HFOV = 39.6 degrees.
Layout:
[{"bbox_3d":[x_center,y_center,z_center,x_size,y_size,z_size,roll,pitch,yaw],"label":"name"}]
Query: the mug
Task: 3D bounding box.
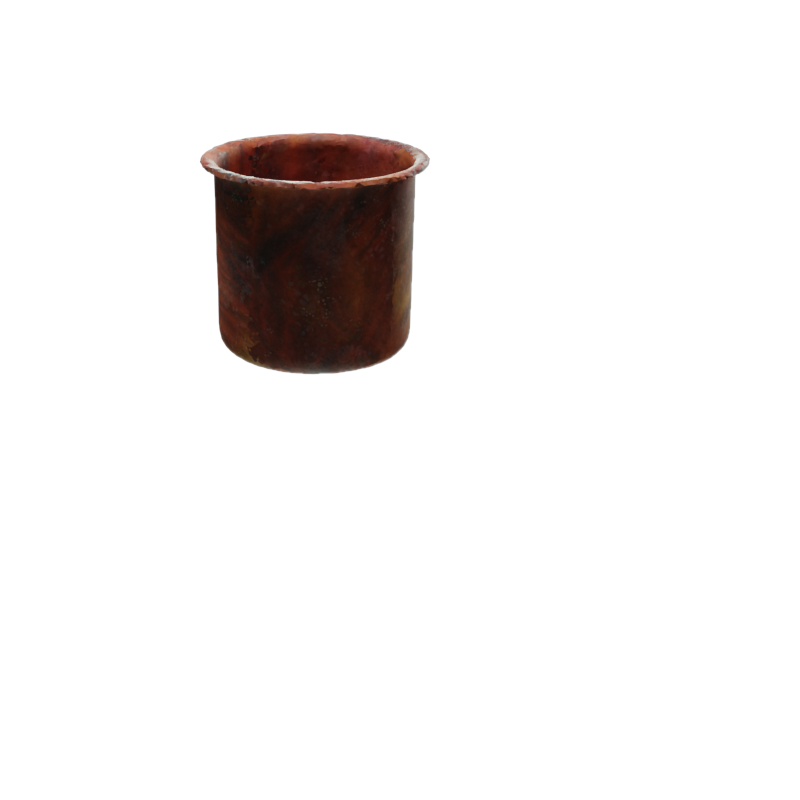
[{"bbox_3d":[-0.037,-0.068,0.474,0.093,0.078,0.123,-2,23,-6],"label":"mug"}]
